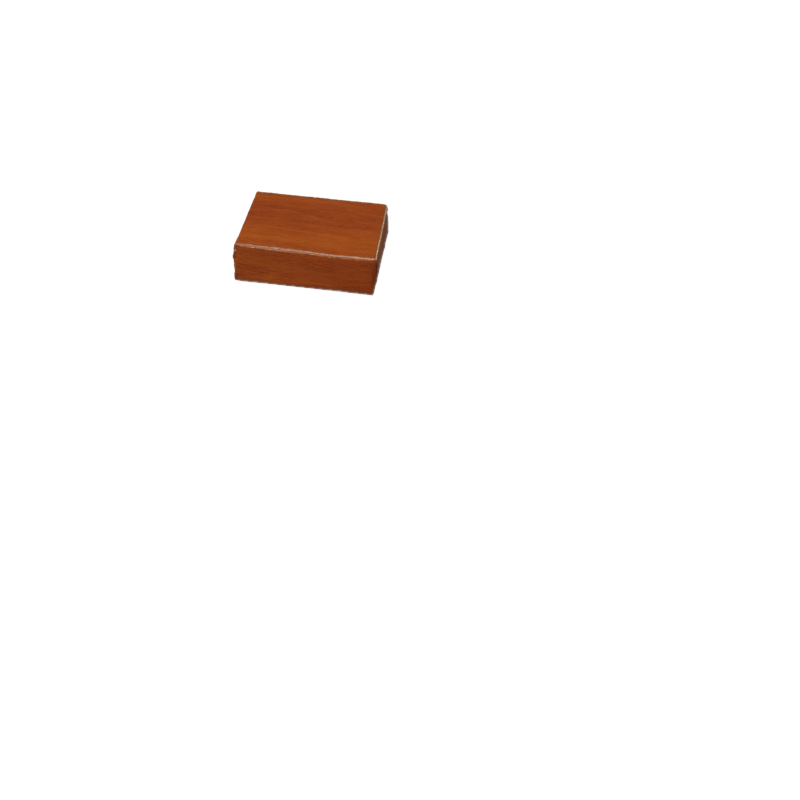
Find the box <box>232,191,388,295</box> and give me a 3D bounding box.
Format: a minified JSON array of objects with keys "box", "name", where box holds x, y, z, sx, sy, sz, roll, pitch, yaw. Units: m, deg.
[{"box":[-0.069,-0.126,0.884,0.115,0.036,0.095,4,35,6],"name":"box"}]
